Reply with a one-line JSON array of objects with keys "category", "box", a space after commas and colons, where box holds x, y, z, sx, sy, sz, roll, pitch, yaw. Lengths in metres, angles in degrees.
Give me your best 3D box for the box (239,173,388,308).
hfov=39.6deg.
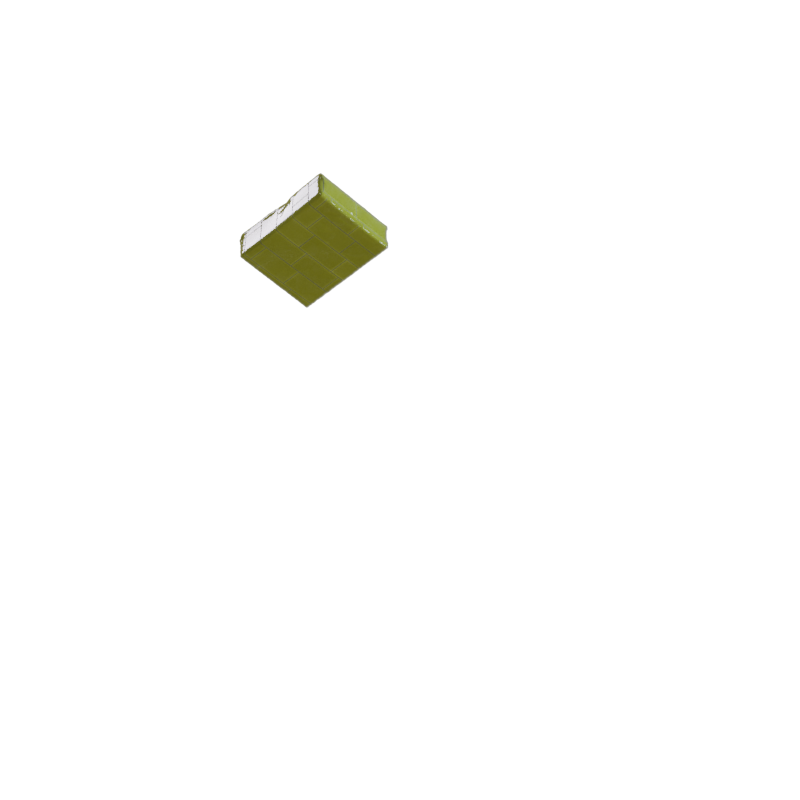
[{"category": "box", "box": [-0.066, -0.119, 0.837, 0.088, 0.032, 0.069, -34, -55, 28]}]
